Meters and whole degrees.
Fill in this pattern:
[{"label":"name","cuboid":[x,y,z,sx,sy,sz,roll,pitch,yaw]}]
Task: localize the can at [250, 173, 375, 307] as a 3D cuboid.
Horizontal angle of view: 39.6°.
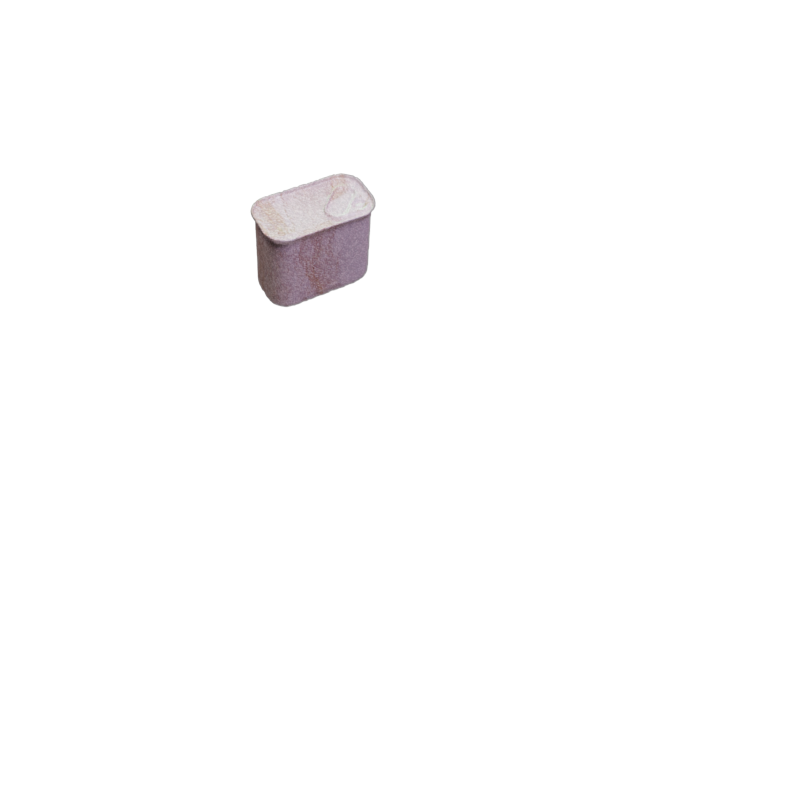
[{"label":"can","cuboid":[-0.074,-0.135,0.947,0.101,0.078,0.062,-21,52,-20]}]
